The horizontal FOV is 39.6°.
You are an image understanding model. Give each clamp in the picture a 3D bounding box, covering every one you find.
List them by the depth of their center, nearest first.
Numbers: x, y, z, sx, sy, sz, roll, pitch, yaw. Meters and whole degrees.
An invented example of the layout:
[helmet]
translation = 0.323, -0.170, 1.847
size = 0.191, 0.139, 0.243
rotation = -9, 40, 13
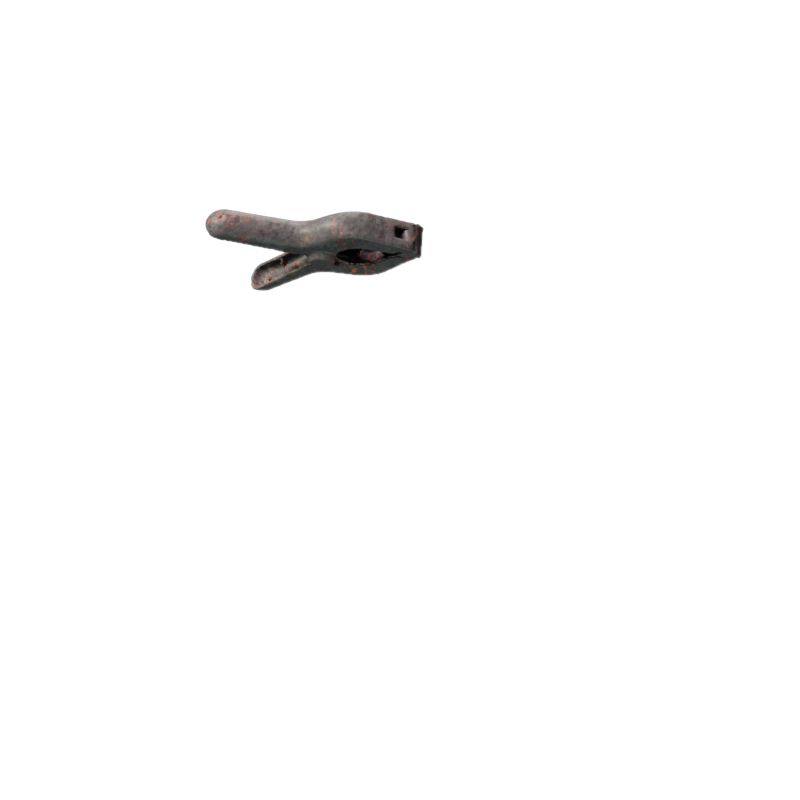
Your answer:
[clamp]
translation = -0.071, -0.129, 0.903
size = 0.175, 0.041, 0.112
rotation = -7, -17, 23
